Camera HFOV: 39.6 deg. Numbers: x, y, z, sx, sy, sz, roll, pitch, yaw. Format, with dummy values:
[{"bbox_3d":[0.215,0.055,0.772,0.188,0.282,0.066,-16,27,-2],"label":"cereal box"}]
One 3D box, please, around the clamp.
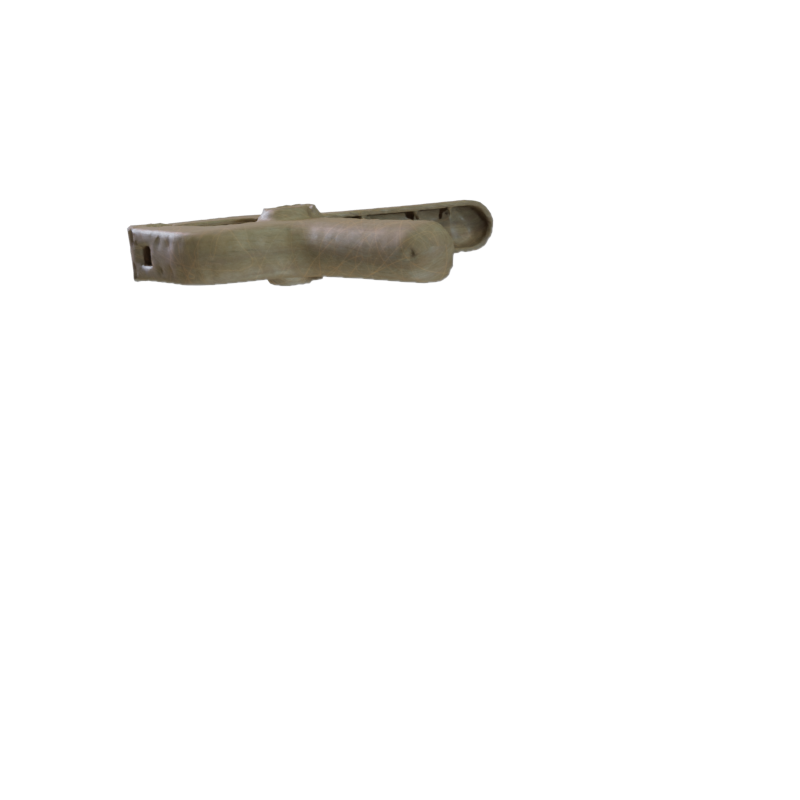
[{"bbox_3d":[-0.040,-0.073,0.515,0.177,0.039,0.118,4,10,24],"label":"clamp"}]
